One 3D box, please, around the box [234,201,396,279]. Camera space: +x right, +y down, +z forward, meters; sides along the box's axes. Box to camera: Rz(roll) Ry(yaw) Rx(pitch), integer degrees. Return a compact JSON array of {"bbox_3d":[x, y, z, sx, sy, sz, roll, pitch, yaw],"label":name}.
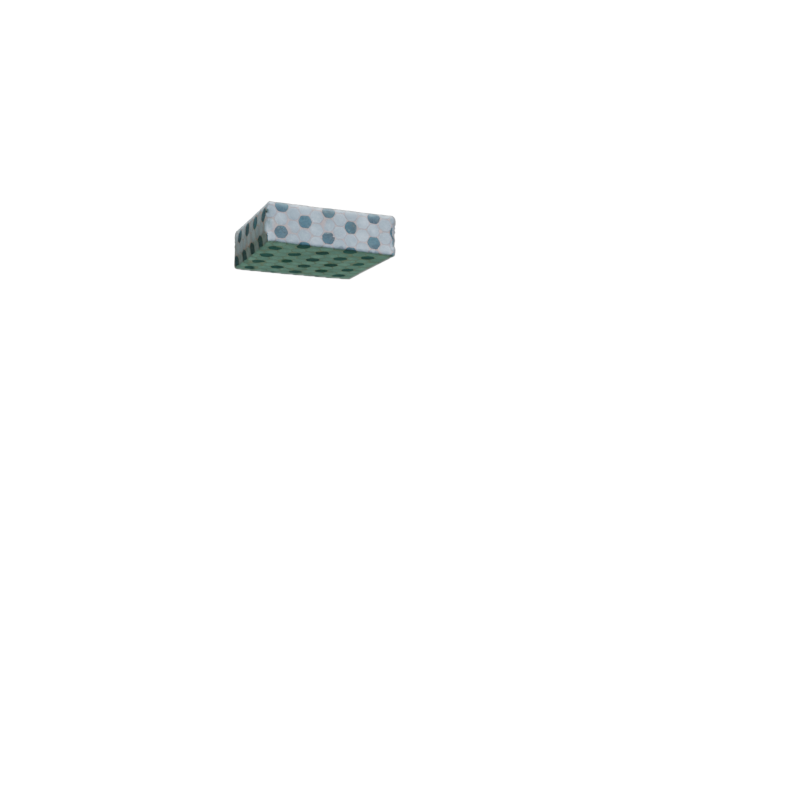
[{"bbox_3d":[-0.057,-0.104,0.731,0.087,0.031,0.073,3,-9,-22],"label":"box"}]
